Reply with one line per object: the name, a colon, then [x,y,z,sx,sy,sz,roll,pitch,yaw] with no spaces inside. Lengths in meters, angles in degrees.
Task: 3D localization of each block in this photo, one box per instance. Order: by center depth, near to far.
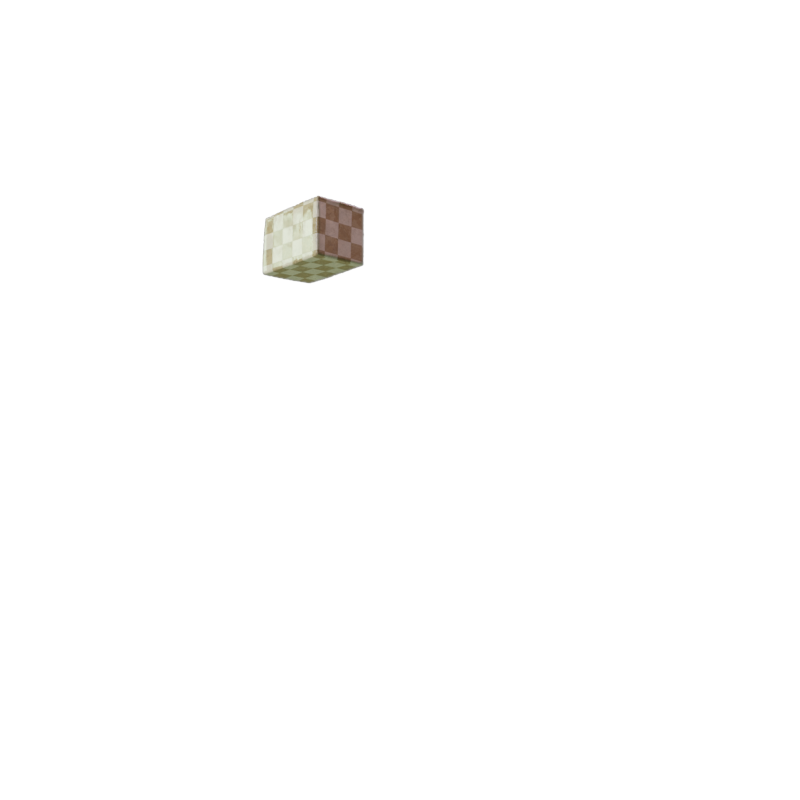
block: [-0.074,-0.135,0.947,0.050,0.053,0.079,11,-17,-40]
